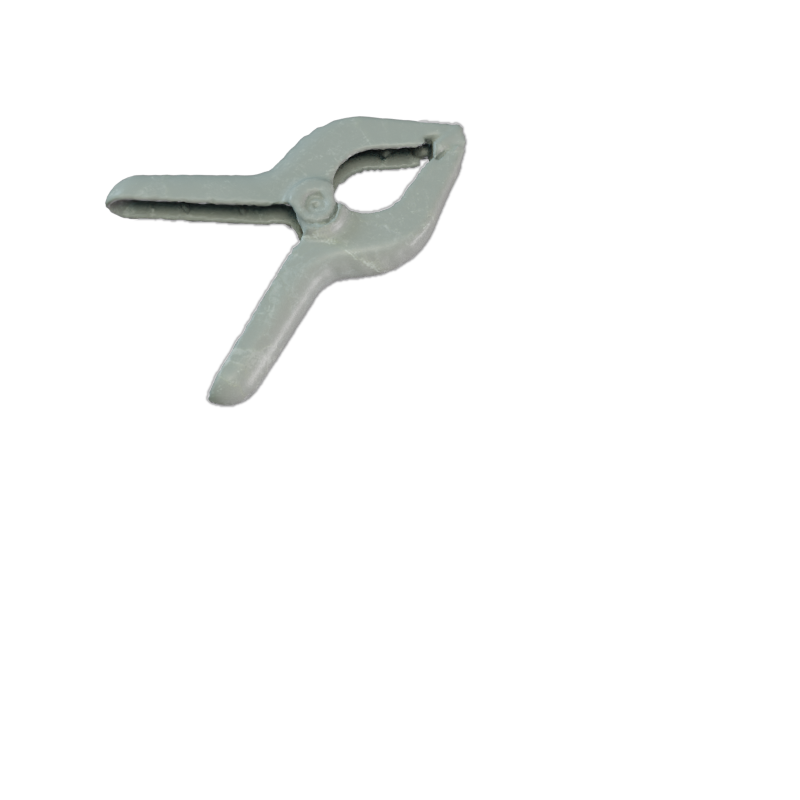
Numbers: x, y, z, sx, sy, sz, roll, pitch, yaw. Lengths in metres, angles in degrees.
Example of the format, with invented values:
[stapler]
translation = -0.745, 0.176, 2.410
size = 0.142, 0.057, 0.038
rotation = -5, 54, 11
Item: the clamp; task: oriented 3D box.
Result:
[clamp]
translation = -0.041, -0.074, 0.518
size = 0.171, 0.125, 0.038
rotation = -20, -13, -5
